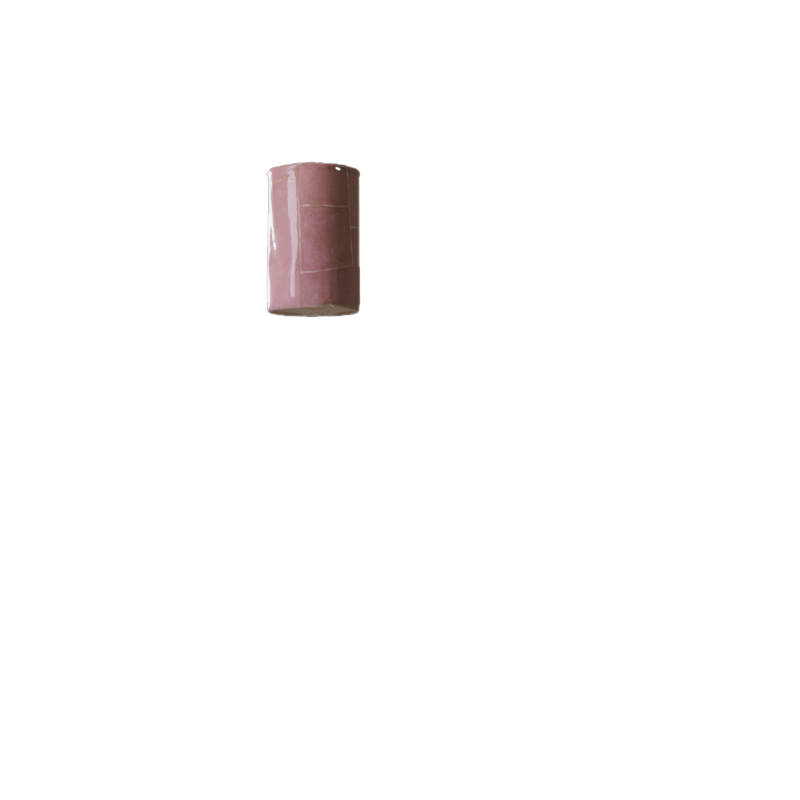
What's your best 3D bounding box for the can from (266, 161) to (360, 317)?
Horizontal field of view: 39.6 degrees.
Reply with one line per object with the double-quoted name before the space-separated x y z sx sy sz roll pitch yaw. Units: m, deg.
"can" -0.062 -0.113 0.794 0.068 0.104 0.067 0 -7 -2
